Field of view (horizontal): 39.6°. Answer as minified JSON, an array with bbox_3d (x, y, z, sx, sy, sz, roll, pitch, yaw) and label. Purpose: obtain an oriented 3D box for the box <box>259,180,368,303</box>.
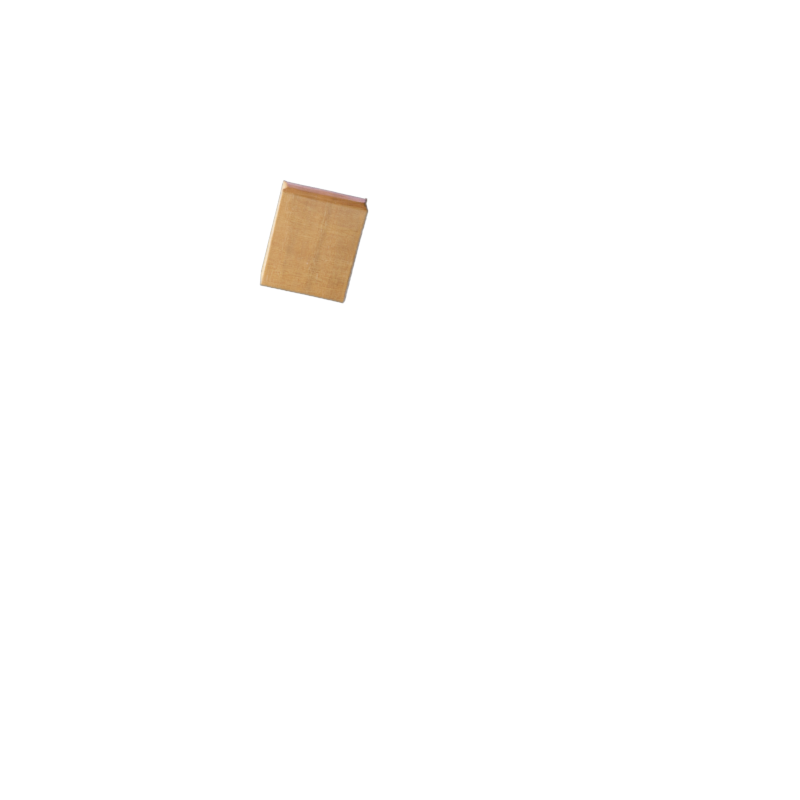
[{"bbox_3d":[-0.072,-0.131,0.918,0.072,0.086,0.032,12,23,-6],"label":"box"}]
